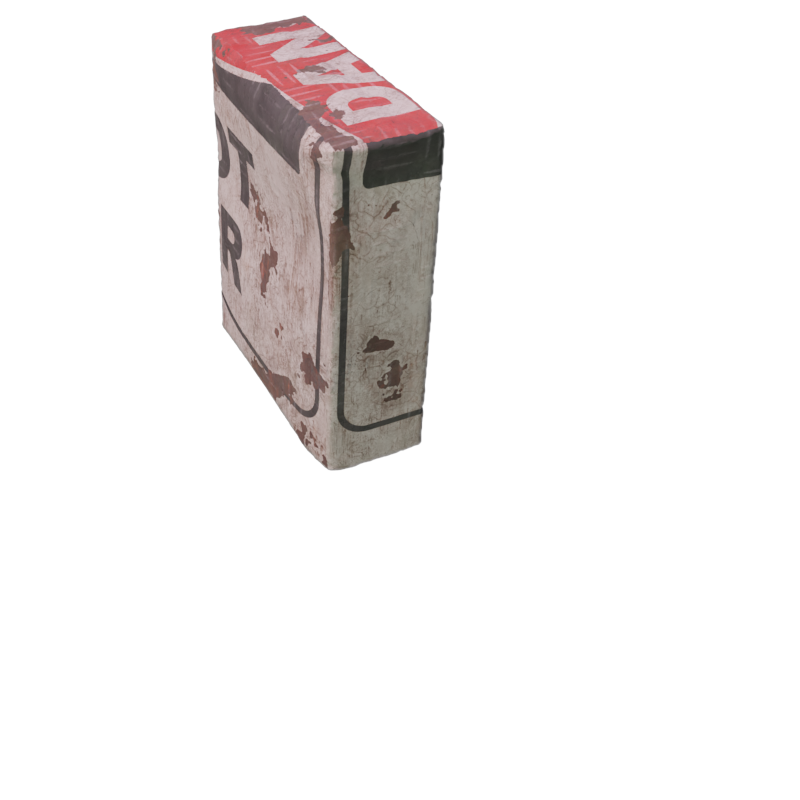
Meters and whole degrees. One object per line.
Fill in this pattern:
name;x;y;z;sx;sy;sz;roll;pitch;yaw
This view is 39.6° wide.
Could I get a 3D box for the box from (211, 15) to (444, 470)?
box;-0.051;-0.092;0.647;0.071;0.200;0.178;-15;40;-23
